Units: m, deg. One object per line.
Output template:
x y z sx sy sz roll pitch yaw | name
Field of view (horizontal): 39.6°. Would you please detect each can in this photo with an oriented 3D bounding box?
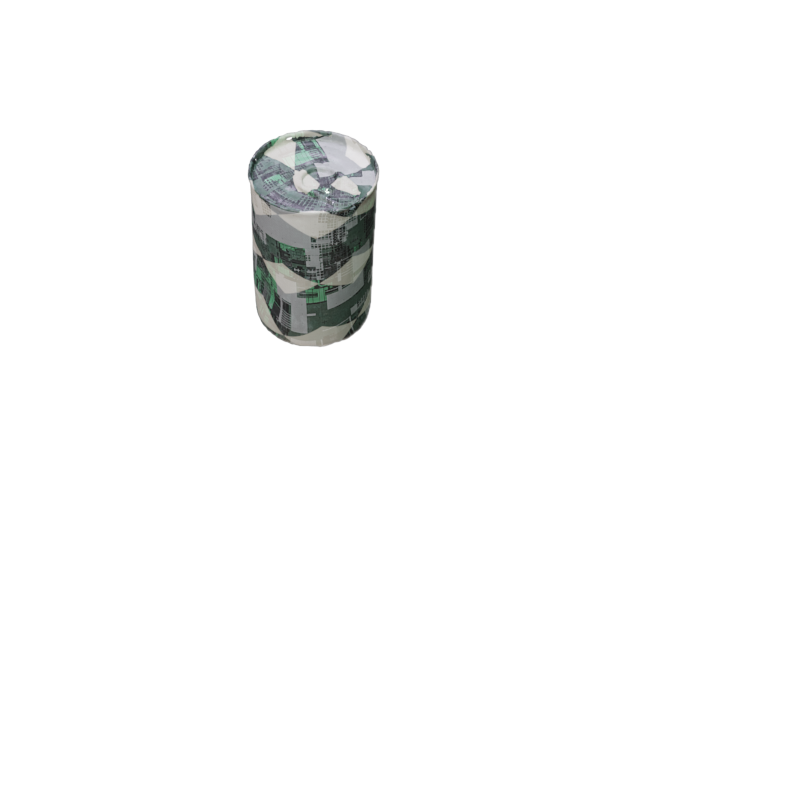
-0.047 -0.086 0.605 0.068 0.074 0.095 0 -44 -3 | can
